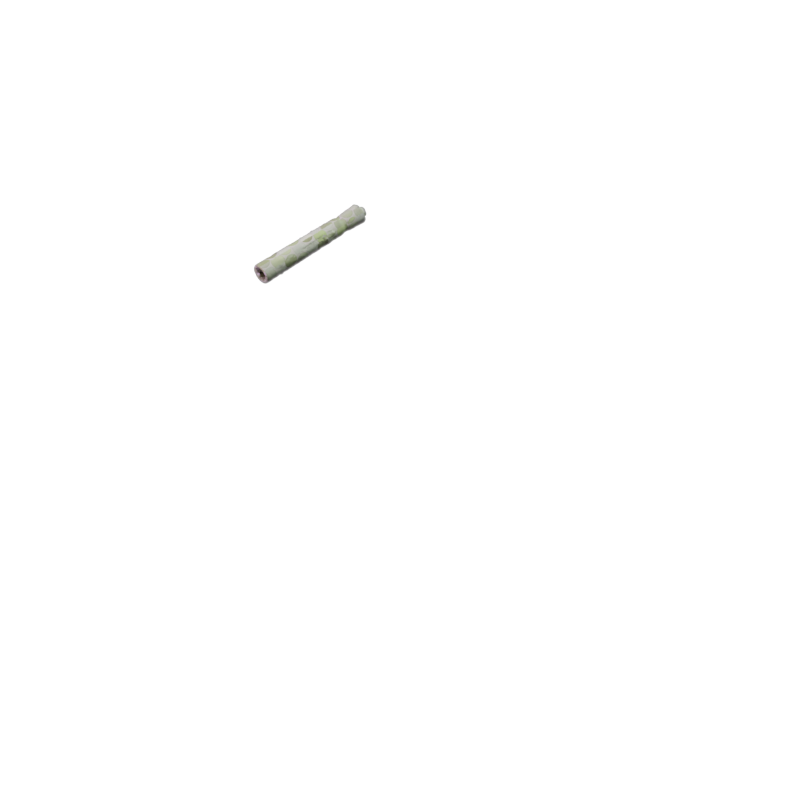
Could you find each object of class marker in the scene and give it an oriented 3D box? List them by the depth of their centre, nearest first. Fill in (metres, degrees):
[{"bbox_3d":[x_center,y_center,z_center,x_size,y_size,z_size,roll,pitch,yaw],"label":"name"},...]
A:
[{"bbox_3d":[-0.077,-0.140,0.978,0.122,0.019,0.021,-36,23,-28],"label":"marker"}]
